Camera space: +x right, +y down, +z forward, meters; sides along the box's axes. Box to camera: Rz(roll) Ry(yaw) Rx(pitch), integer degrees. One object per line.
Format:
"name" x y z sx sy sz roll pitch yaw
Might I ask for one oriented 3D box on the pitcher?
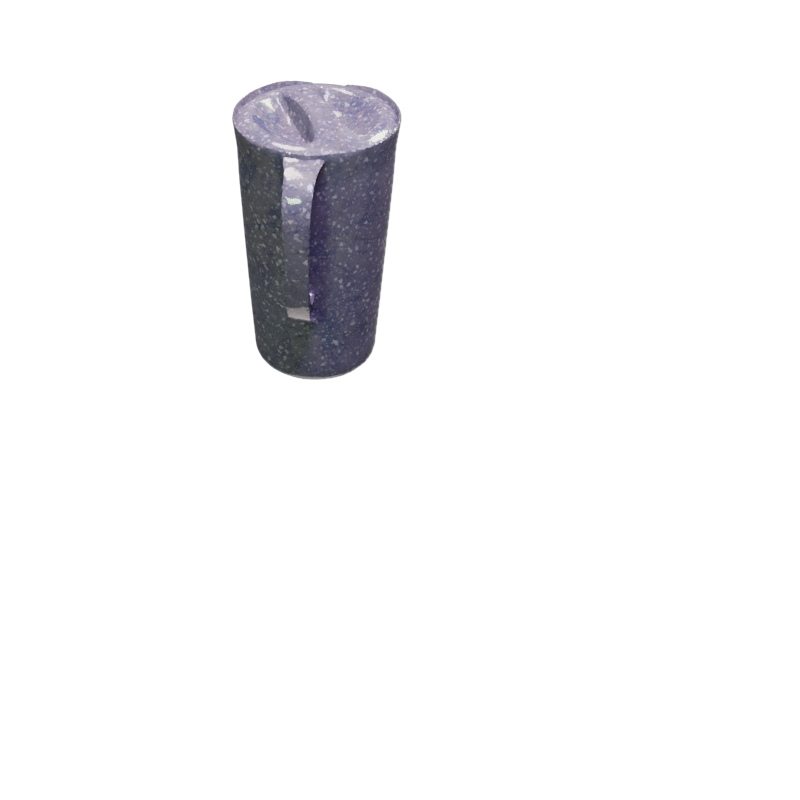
"pitcher" -0.073 -0.133 0.928 0.148 0.227 0.156 -25 45 -32
